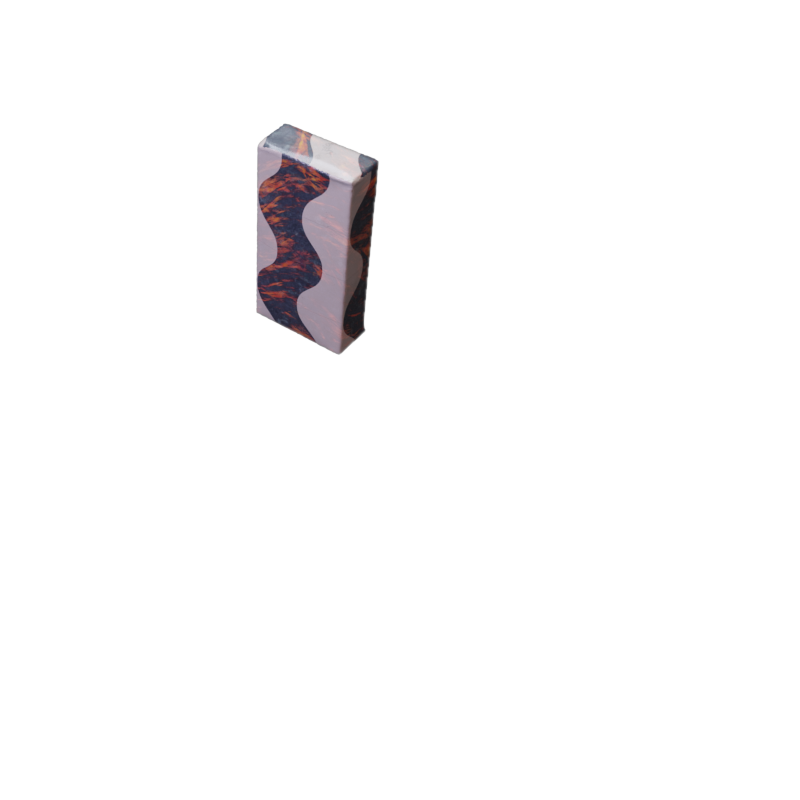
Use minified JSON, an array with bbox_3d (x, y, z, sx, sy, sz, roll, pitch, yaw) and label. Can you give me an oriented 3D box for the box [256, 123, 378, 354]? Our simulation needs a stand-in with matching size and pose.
[{"bbox_3d":[-0.071,-0.129,0.905,0.098,0.164,0.049,27,47,24],"label":"box"}]
